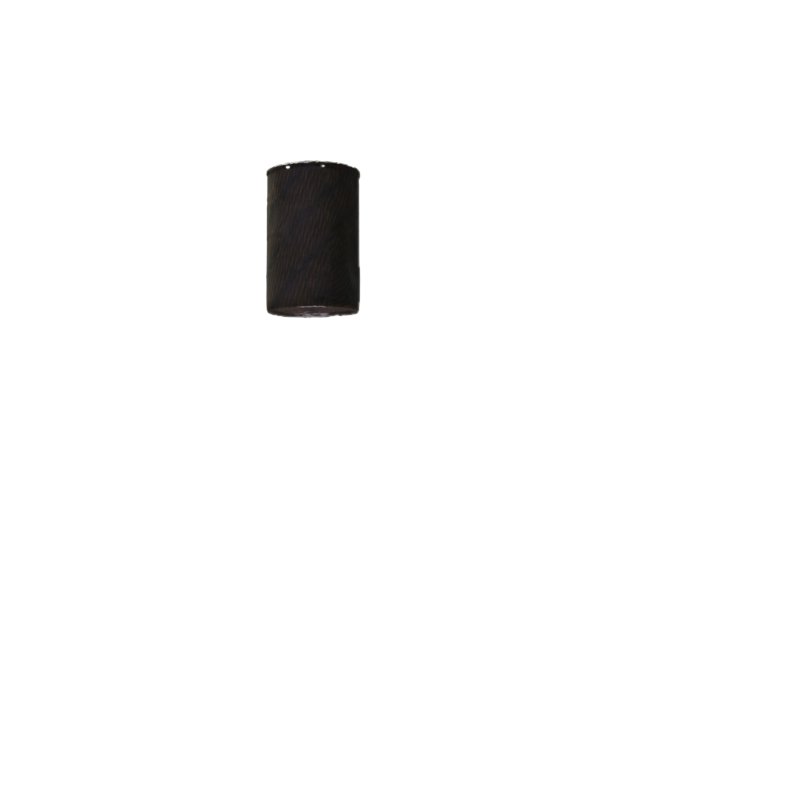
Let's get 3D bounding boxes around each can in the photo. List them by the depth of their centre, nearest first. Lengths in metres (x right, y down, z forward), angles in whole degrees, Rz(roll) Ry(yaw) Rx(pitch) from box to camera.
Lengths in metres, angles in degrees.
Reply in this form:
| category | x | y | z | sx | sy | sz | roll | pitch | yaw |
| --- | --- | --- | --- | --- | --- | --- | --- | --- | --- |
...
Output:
| category | x | y | z | sx | sy | sz | roll | pitch | yaw |
| --- | --- | --- | --- | --- | --- | --- | --- | --- | --- |
| can | -0.062 | -0.113 | 0.790 | 0.068 | 0.105 | 0.067 | 0 | -8 | -2 |
